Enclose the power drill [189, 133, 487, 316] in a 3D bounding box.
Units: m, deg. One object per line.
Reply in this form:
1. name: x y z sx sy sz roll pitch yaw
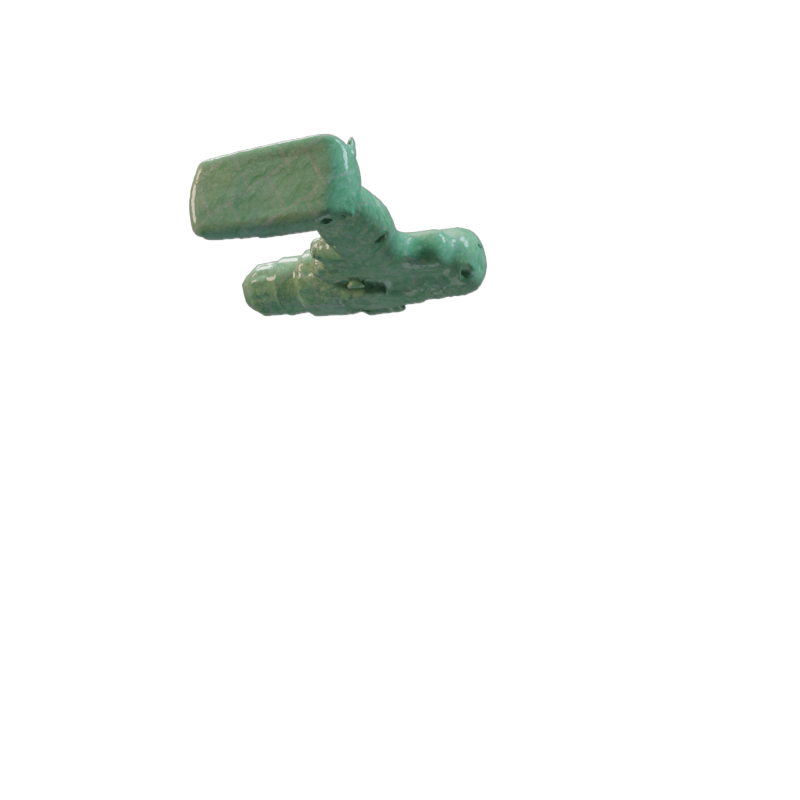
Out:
1. power drill: -0.057 -0.104 0.727 0.188 0.060 0.176 -7 -16 25
